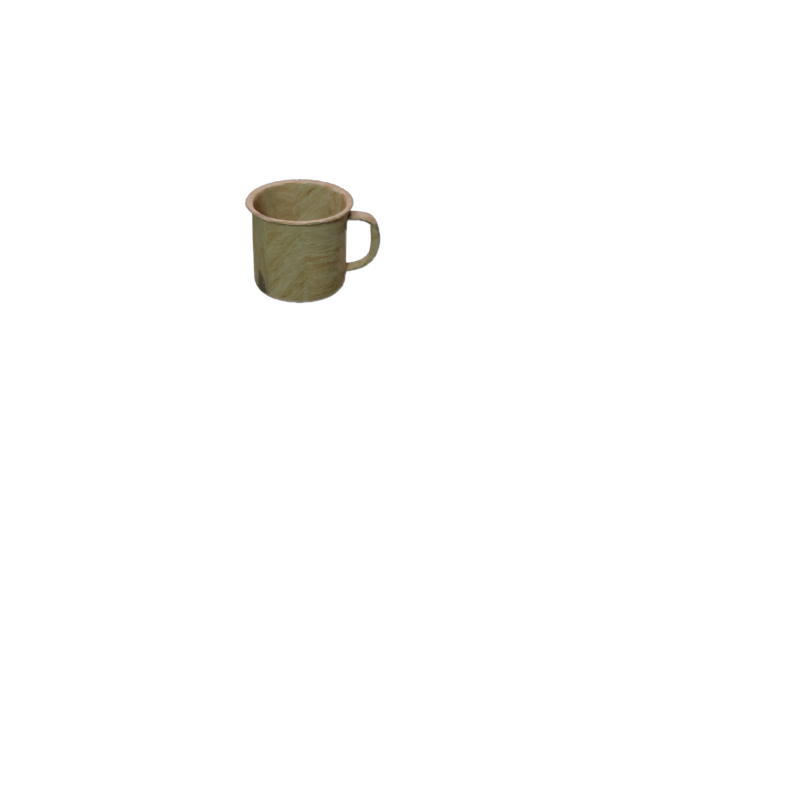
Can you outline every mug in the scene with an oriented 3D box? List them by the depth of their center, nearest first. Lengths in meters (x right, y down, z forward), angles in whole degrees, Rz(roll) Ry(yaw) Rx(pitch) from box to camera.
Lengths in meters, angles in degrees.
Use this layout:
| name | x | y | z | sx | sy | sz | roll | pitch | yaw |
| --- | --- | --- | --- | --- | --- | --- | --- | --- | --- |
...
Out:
| name | x | y | z | sx | sy | sz | roll | pitch | yaw |
| --- | --- | --- | --- | --- | --- | --- | --- | --- | --- |
| mug | -0.076 | -0.138 | 0.968 | 0.116 | 0.077 | 0.099 | -2 | 31 | -5 |
